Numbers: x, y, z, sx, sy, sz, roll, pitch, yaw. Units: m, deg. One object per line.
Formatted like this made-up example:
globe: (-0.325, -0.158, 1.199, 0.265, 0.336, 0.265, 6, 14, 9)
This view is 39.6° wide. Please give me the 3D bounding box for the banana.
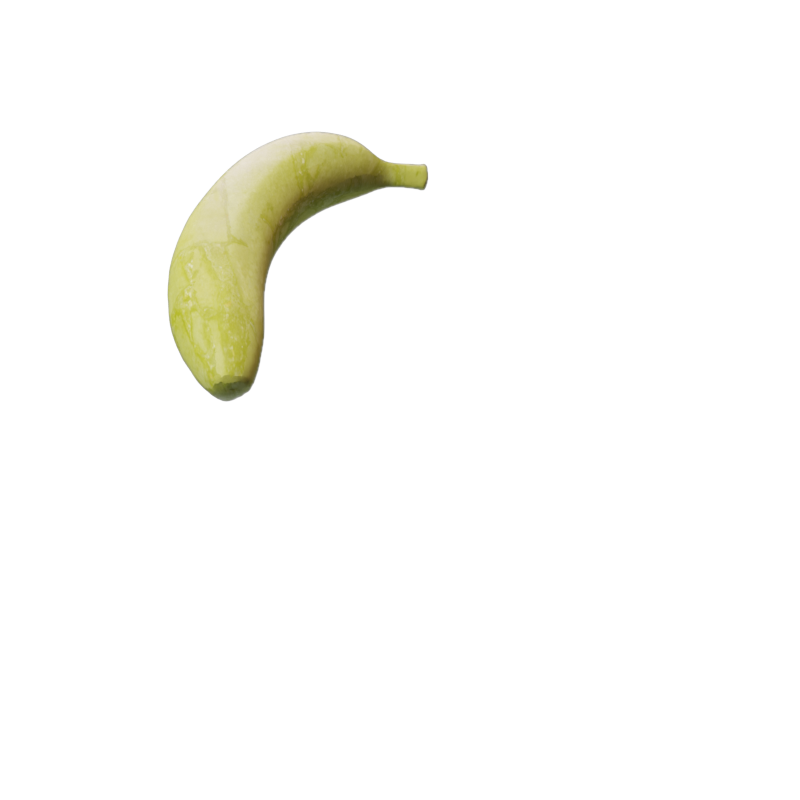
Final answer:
banana: (-0.050, -0.069, 0.447, 0.072, 0.034, 0.204, 12, 37, 16)
